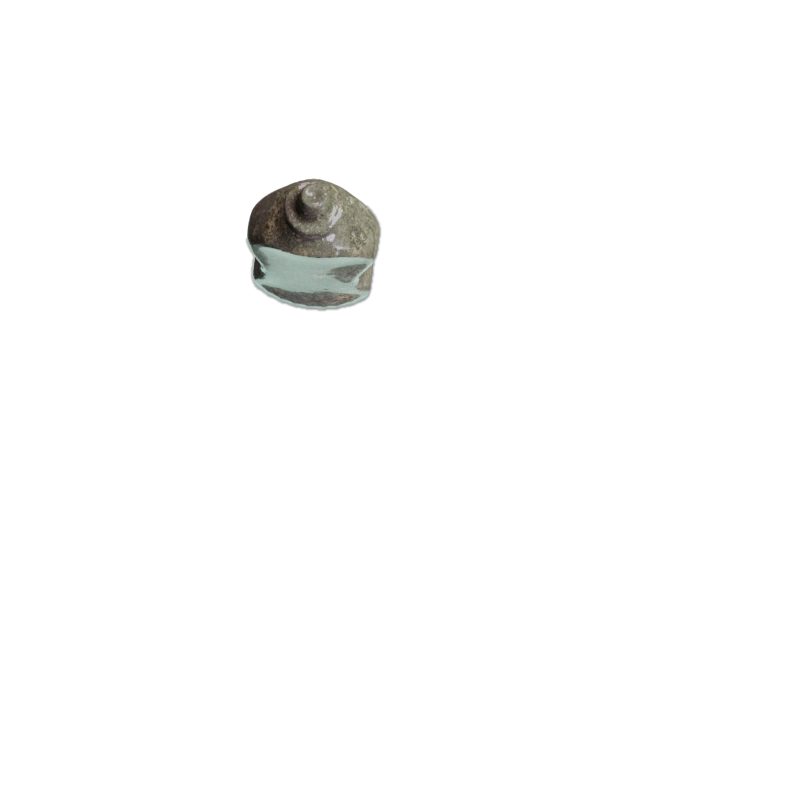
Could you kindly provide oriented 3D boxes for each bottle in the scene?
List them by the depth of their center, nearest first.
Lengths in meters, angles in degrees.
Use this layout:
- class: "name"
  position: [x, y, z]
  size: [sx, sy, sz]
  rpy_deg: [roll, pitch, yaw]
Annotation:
- class: "bottle"
  position: [-0.064, -0.117, 0.820]
  size: [0.096, 0.060, 0.186]
  rpy_deg: [9, -11, -2]
